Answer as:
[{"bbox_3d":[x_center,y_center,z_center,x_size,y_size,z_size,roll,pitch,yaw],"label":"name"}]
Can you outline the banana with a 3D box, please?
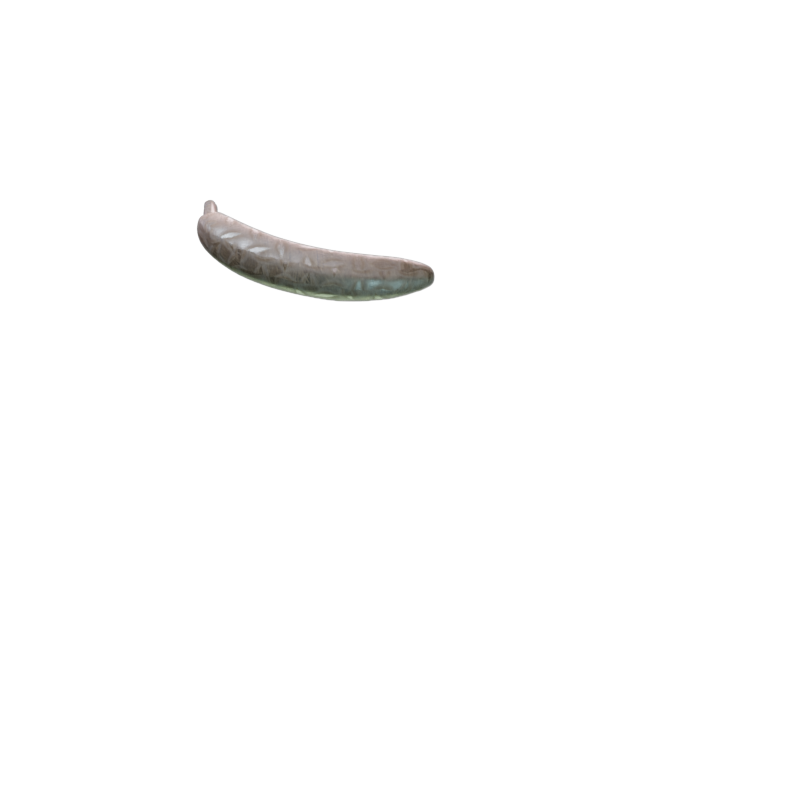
[{"bbox_3d":[-0.076,-0.107,0.821,0.205,0.034,0.072,21,49,19],"label":"banana"}]
